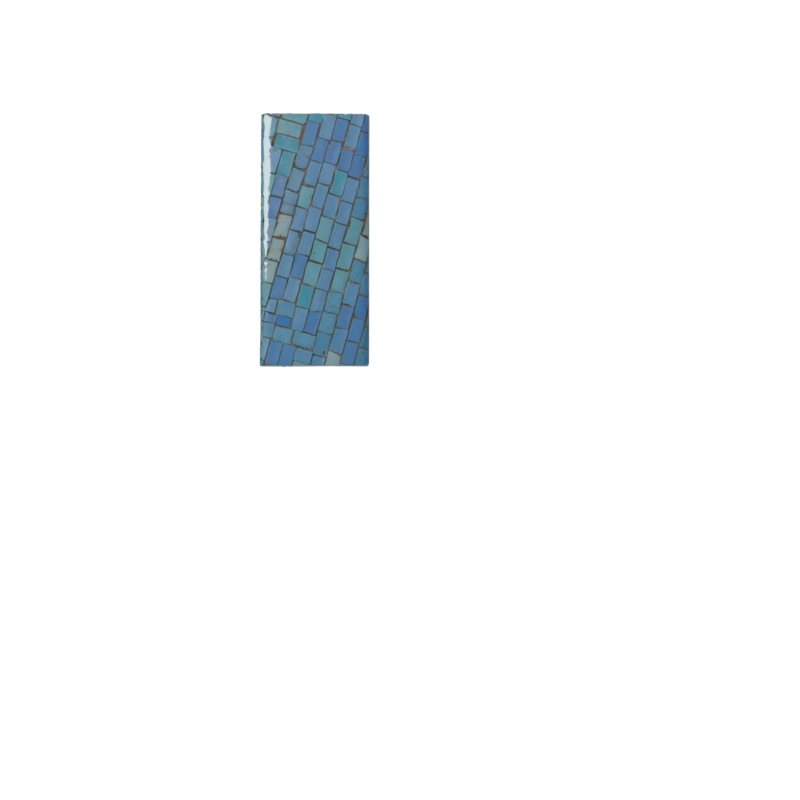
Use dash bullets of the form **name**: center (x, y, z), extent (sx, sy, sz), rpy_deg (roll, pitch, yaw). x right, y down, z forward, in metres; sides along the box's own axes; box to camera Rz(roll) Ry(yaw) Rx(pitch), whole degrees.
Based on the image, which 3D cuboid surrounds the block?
- **block**: center (-0.073, -0.134, 0.940), extent (0.090, 0.207, 0.091), rpy_deg (0, -2, -4)
